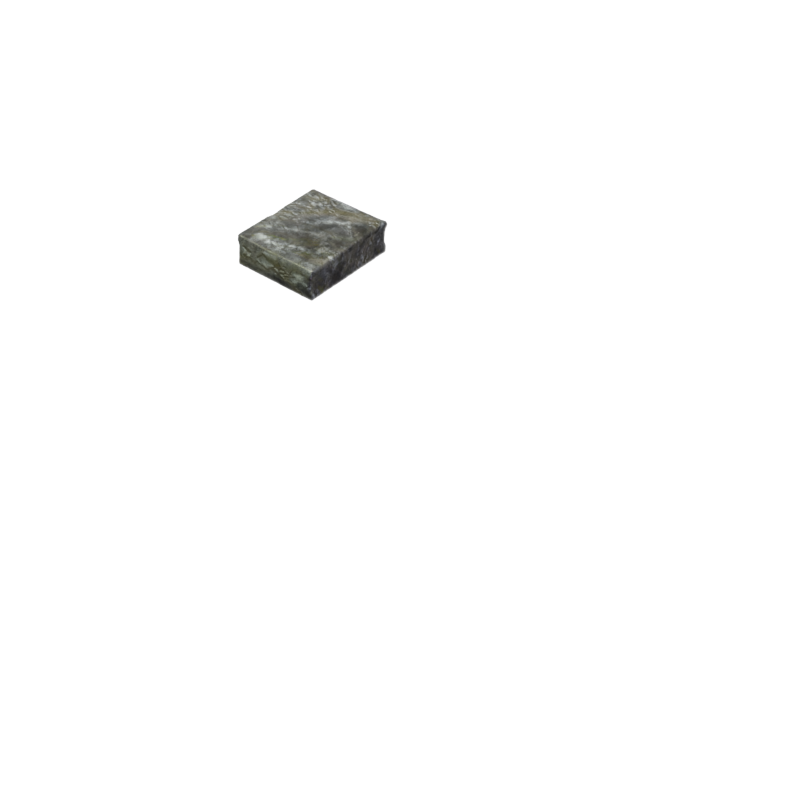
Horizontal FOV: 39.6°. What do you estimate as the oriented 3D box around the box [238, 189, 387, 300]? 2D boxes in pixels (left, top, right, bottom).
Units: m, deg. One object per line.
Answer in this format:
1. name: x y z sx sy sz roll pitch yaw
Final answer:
1. box: -0.065 -0.118 0.826 0.077 0.028 0.090 27 46 29
